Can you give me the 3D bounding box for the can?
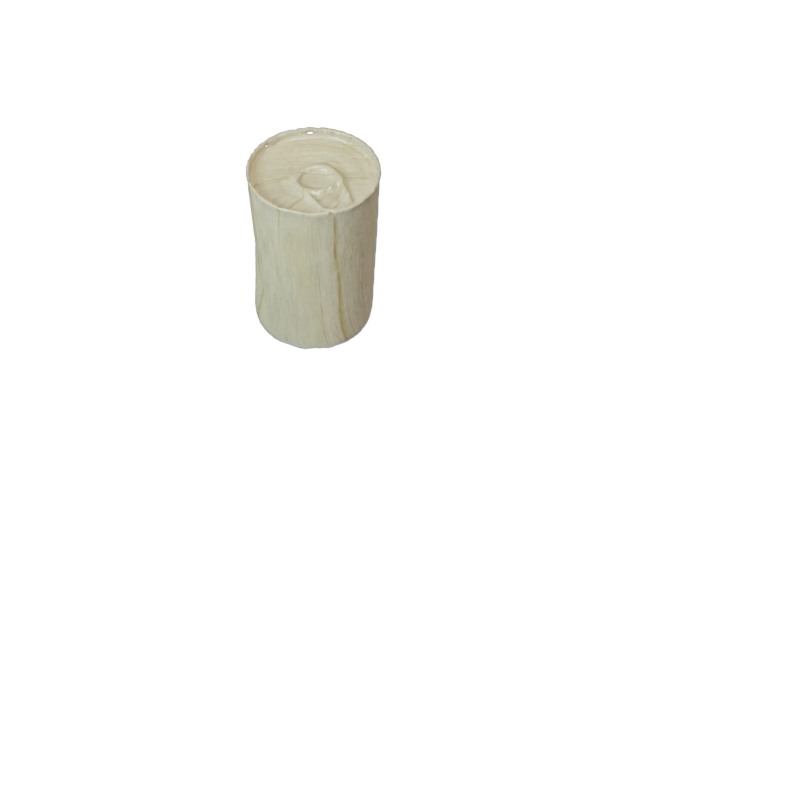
[{"bbox_3d":[-0.046,-0.084,0.590,0.068,0.074,0.095,0,-43,-3],"label":"can"}]
